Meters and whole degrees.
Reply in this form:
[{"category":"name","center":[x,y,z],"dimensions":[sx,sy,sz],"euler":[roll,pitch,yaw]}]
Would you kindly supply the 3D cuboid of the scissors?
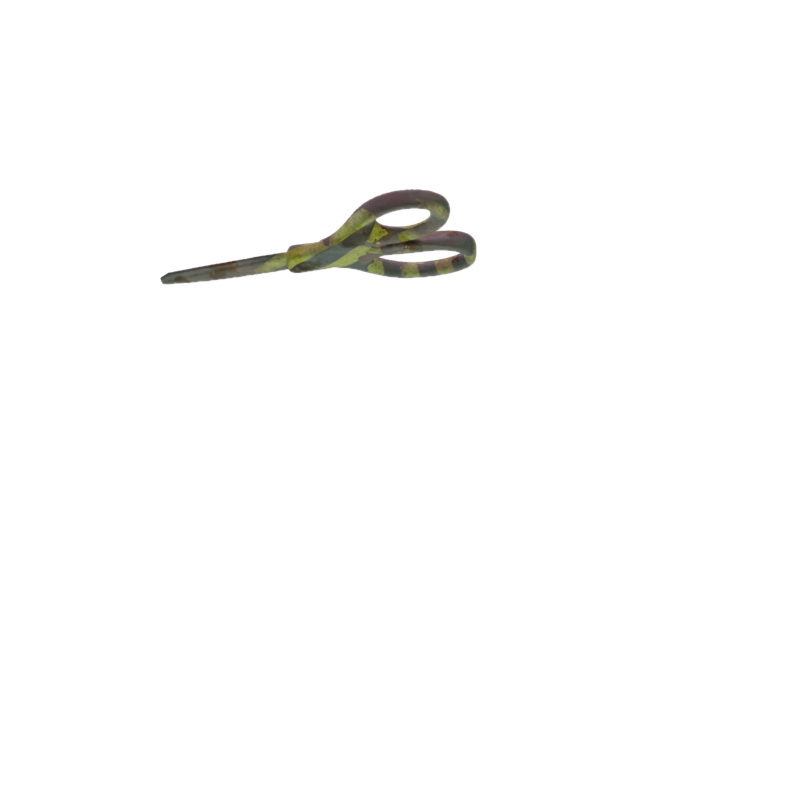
[{"category":"scissors","center":[-0.053,-0.097,0.679],"dimensions":[0.202,0.017,0.090],"euler":[0,-26,1]}]
